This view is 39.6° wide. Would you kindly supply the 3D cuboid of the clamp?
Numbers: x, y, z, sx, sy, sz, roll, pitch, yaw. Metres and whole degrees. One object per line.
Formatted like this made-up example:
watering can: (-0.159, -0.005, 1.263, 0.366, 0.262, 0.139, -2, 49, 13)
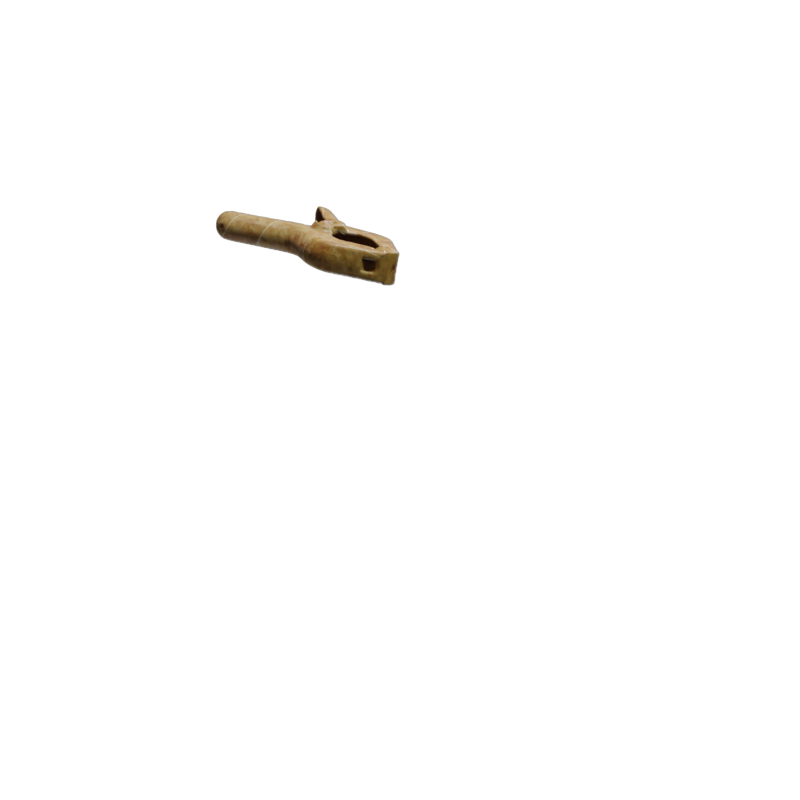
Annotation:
clamp: (-0.072, -0.130, 0.914, 0.117, 0.038, 0.182, -12, 24, -29)
